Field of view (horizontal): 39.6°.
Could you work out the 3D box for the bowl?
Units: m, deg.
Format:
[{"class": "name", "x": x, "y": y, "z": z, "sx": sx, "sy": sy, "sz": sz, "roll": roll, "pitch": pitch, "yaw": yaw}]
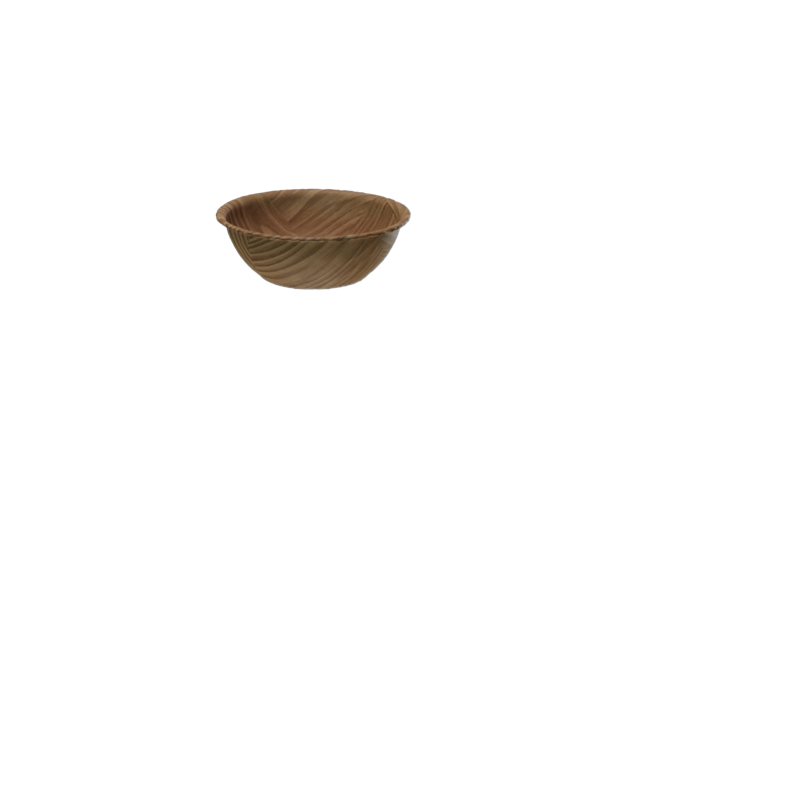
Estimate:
[{"class": "bowl", "x": -0.073, "y": -0.132, "z": 0.926, "sx": 0.162, "sy": 0.053, "sz": 0.170, "roll": -1, "pitch": 24, "yaw": -2}]
